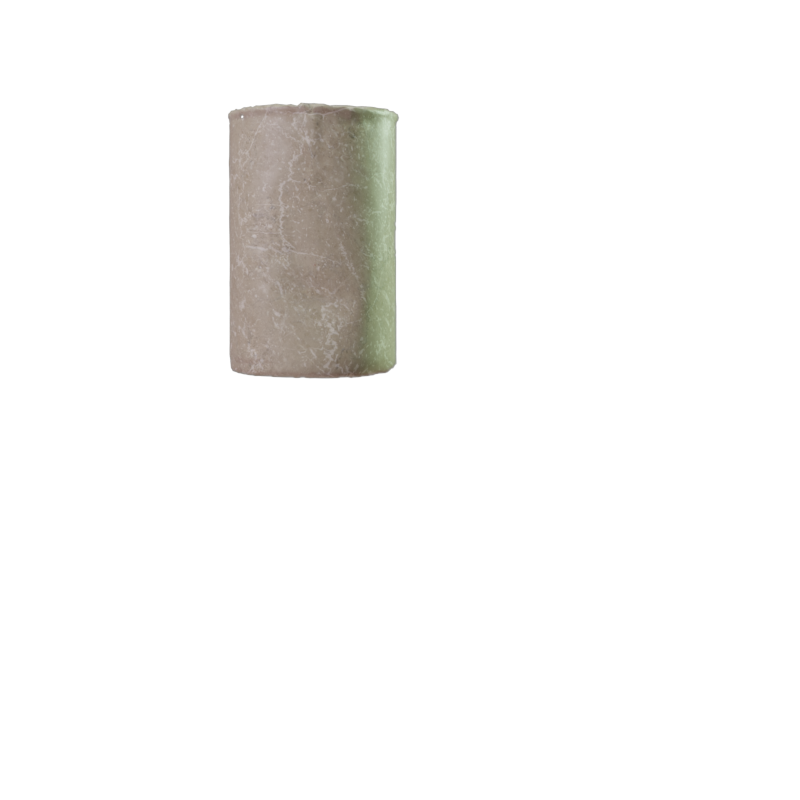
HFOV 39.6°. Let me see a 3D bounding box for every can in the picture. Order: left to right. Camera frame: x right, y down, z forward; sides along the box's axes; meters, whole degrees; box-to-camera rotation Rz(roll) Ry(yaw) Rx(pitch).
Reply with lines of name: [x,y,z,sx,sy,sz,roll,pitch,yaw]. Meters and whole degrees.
can: [-0.035,-0.063,0.441,0.068,0.102,0.069,0,2,-2]
